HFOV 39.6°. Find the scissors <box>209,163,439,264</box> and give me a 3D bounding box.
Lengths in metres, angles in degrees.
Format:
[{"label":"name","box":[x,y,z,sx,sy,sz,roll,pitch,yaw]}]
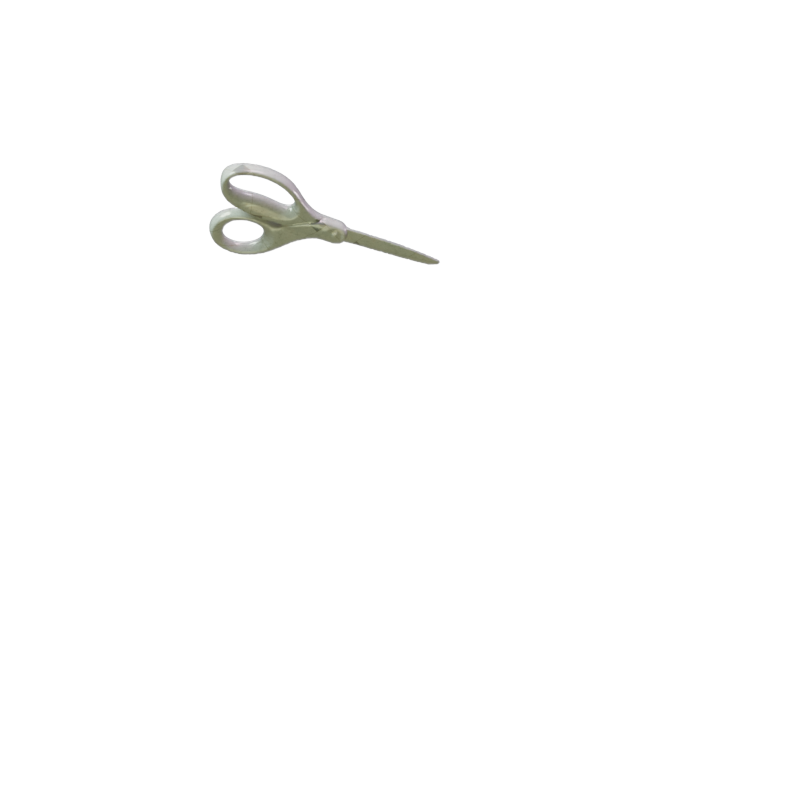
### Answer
[{"label":"scissors","box":[-0.073,-0.133,0.934,0.192,0.017,0.094,29,-52,-25]}]
